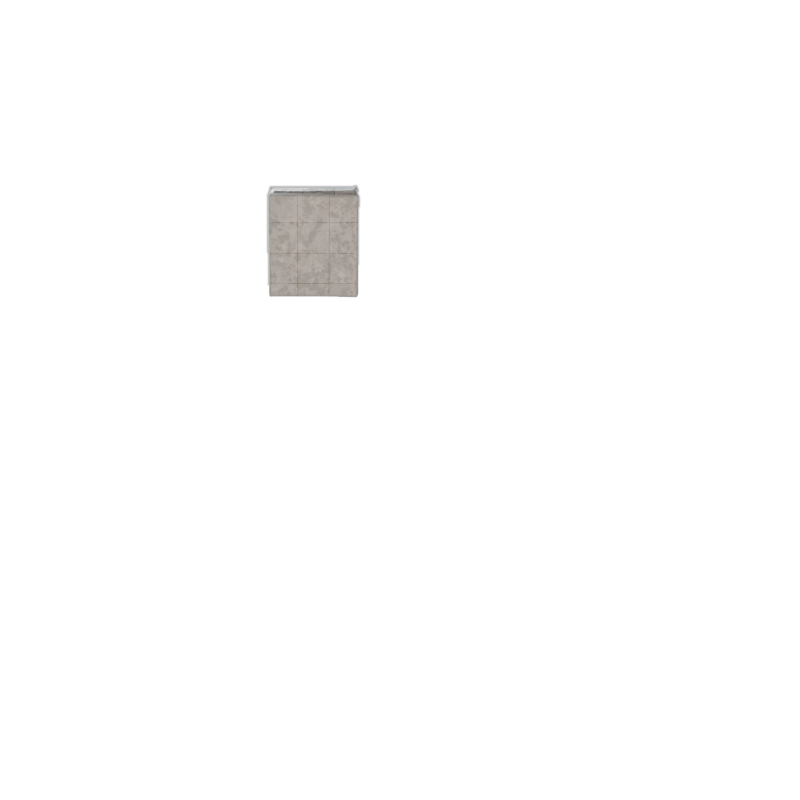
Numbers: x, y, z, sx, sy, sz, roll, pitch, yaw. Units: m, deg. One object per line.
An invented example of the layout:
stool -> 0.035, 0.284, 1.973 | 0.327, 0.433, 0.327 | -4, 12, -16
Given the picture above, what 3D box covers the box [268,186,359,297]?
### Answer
box -> -0.071, -0.129, 0.906 | 0.073, 0.086, 0.031 | 0, 17, -1
